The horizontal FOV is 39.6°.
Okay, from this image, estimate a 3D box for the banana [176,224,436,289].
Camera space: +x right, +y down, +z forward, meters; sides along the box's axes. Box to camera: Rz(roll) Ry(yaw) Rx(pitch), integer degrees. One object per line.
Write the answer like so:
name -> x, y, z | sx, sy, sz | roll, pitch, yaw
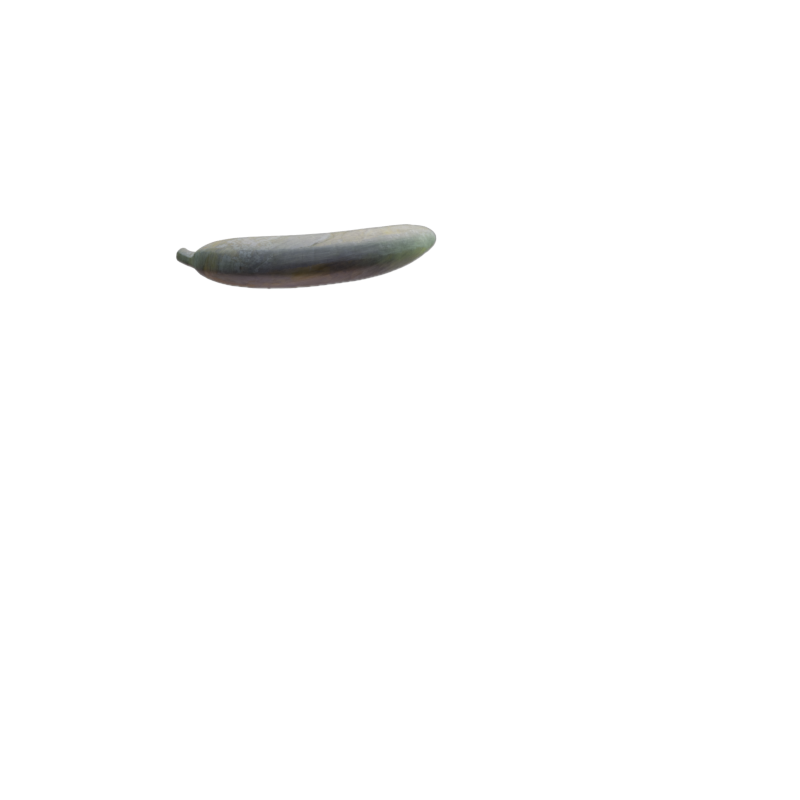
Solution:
banana -> -0.066, -0.108, 0.813 | 0.196, 0.035, 0.074 | -3, 30, -6
